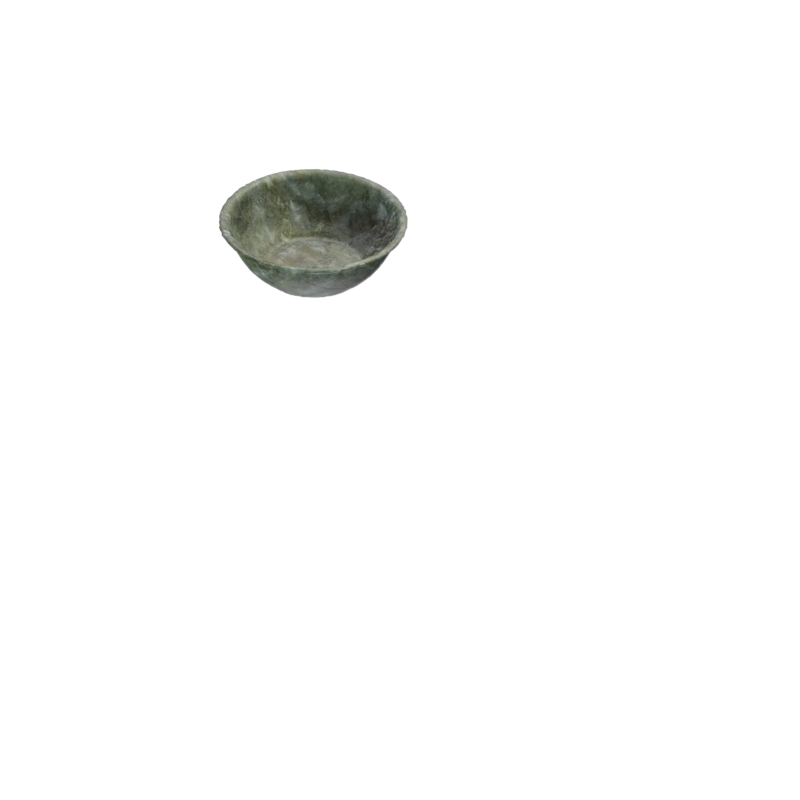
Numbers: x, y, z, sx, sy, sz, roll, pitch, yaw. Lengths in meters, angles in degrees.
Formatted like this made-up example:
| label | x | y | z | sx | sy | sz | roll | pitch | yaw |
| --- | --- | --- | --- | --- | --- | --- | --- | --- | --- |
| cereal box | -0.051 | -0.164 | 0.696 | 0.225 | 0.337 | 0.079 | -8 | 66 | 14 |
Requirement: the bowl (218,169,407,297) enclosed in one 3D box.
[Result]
| label | x | y | z | sx | sy | sz | roll | pitch | yaw |
| --- | --- | --- | --- | --- | --- | --- | --- | --- | --- |
| bowl | -0.075 | -0.137 | 0.962 | 0.162 | 0.051 | 0.174 | -1 | 40 | -2 |
